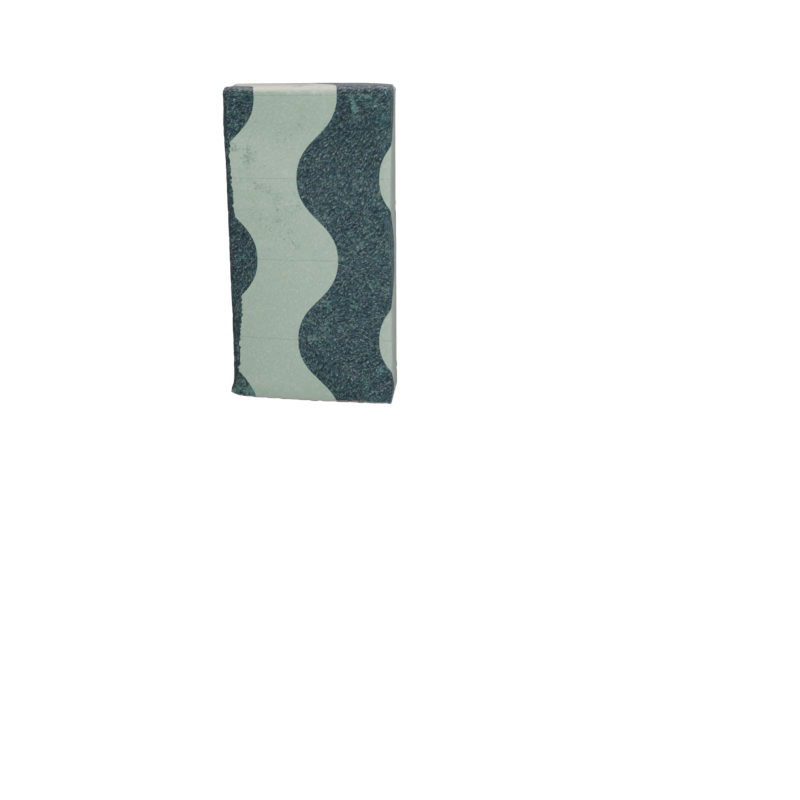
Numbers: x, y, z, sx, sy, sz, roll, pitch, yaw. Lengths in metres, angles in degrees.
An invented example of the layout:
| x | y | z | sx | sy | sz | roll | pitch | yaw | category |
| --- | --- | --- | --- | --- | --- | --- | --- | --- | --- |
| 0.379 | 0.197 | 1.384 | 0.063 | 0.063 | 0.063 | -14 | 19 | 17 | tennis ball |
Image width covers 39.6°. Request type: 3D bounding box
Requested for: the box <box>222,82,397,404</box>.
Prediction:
| x | y | z | sx | sy | sz | roll | pitch | yaw | category |
| --- | --- | --- | --- | --- | --- | --- | --- | --- | --- |
| -0.048 | -0.089 | 0.622 | 0.094 | 0.172 | 0.049 | 2 | 10 | 8 | box |
